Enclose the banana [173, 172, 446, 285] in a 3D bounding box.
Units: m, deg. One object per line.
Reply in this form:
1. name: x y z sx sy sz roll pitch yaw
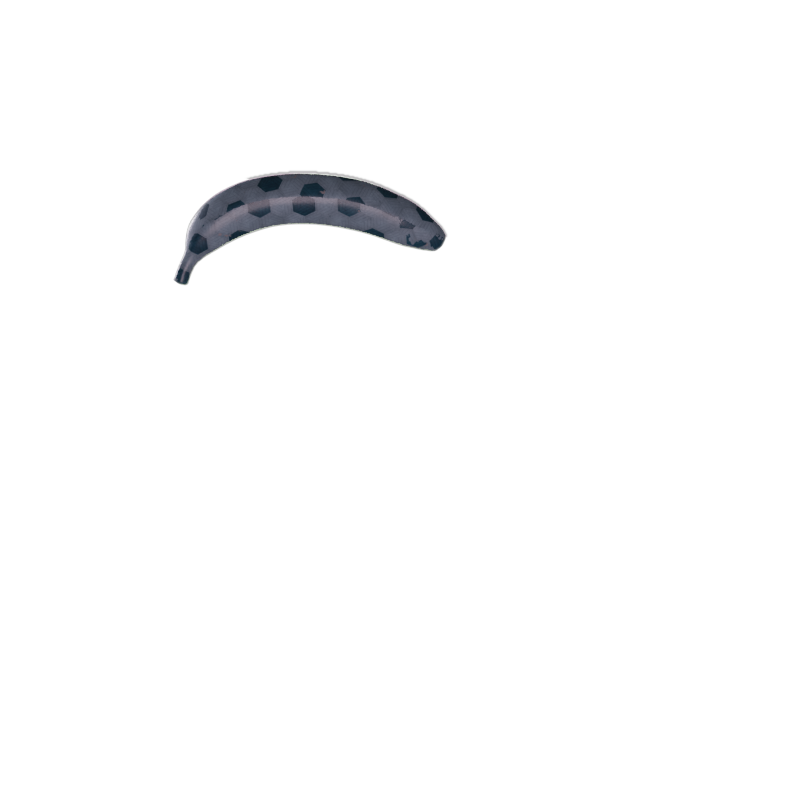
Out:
1. banana: -0.069 -0.130 0.795 0.198 0.066 0.039 -7 22 2
